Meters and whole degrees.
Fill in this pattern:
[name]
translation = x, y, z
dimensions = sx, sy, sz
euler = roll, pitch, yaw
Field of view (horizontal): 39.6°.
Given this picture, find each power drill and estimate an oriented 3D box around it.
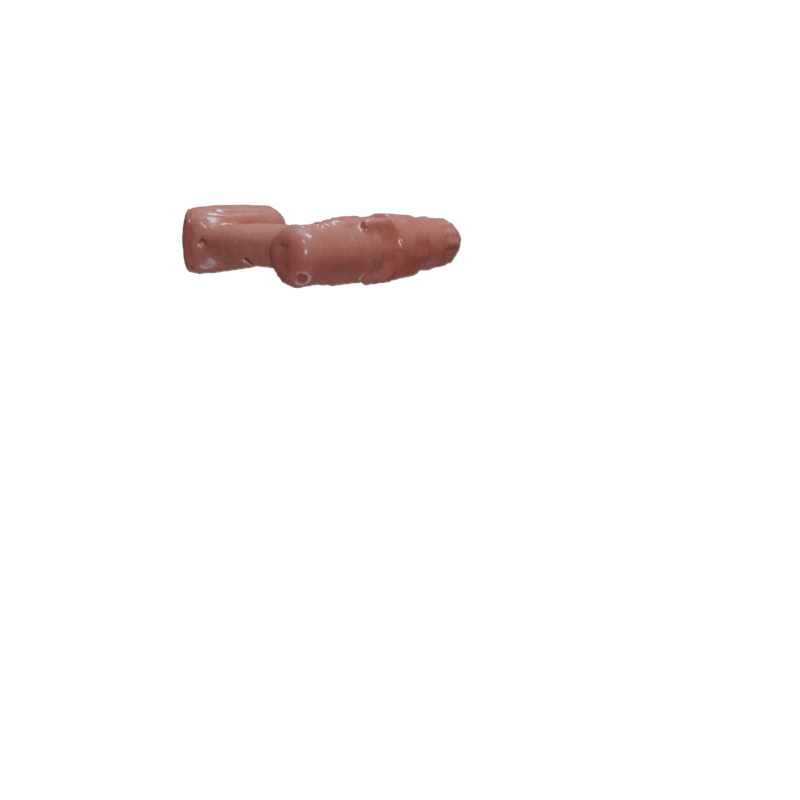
[power drill]
translation = -0.070, -0.127, 0.889
dimensions = 0.197, 0.056, 0.179
euler = 10, 14, 44
